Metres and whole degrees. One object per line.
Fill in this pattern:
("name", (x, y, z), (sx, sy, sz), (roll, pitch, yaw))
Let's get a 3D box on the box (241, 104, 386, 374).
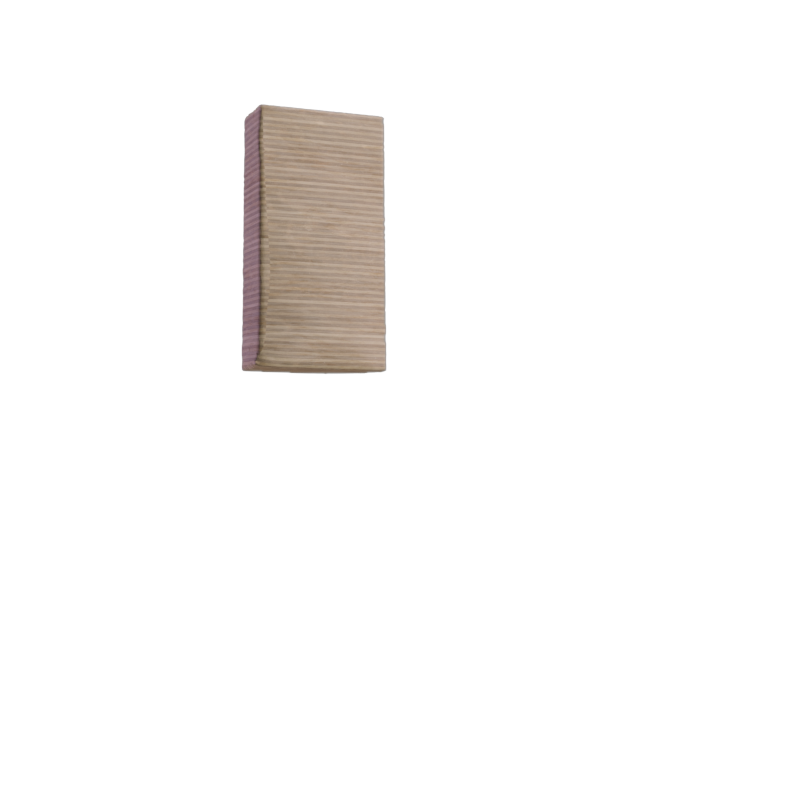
("box", (-0.059, -0.108, 0.754), (0.091, 0.181, 0.048), (3, -11, -21))
